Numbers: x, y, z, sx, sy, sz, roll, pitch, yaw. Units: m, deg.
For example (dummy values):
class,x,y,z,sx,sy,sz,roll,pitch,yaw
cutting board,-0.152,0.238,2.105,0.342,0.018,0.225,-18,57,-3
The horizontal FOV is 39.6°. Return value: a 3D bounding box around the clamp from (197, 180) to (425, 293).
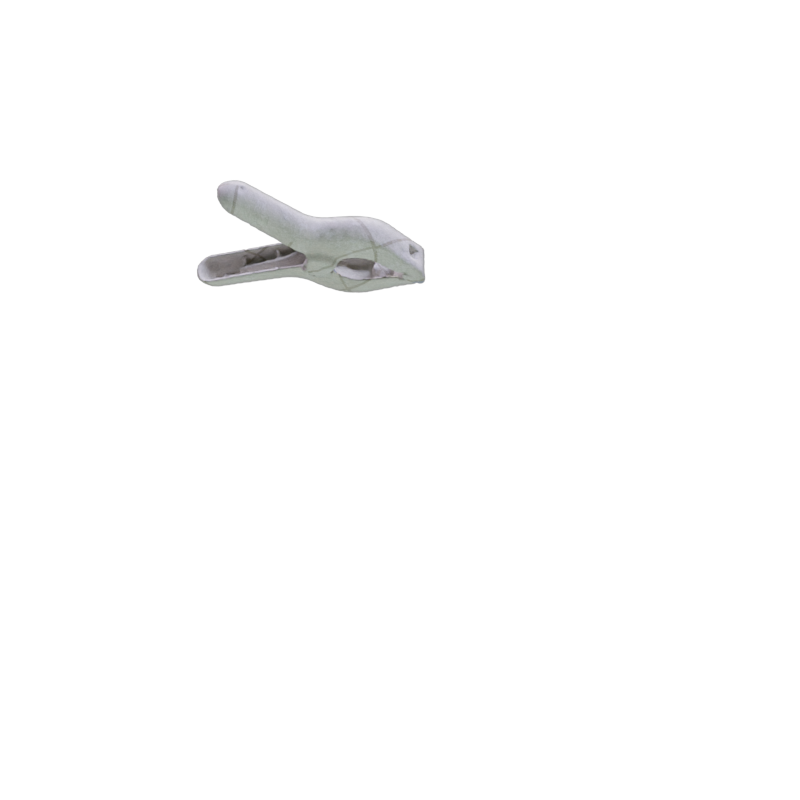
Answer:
class,x,y,z,sx,sy,sz,roll,pitch,yaw
clamp,-0.063,-0.115,0.807,0.170,0.041,0.115,2,-21,-5
